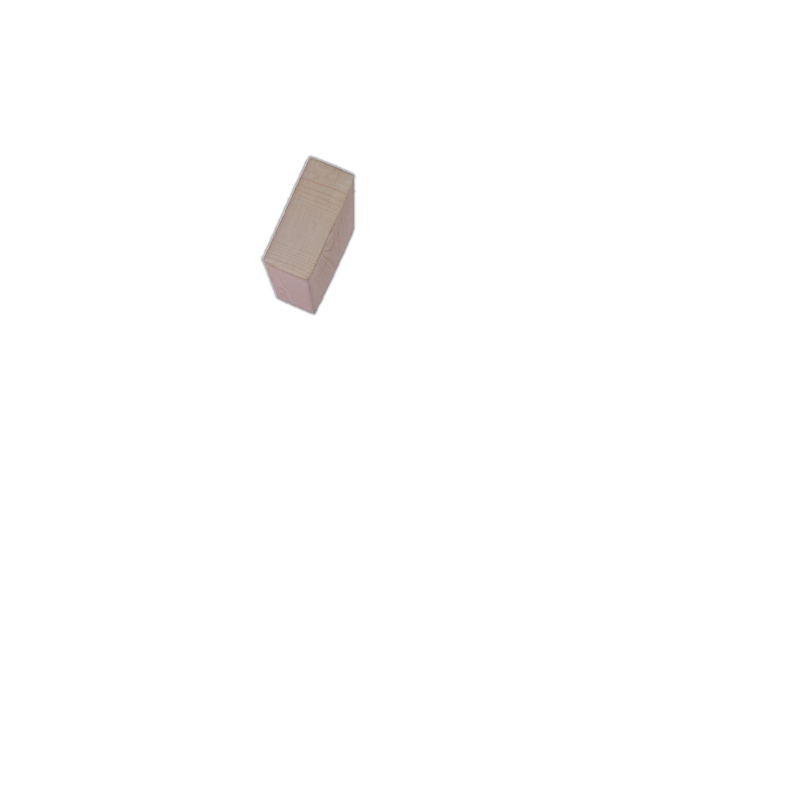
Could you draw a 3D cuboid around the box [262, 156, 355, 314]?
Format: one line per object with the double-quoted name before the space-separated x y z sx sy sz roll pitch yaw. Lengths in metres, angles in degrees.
"box" -0.072 -0.132 0.927 0.048 0.095 0.174 24 -5 -3
